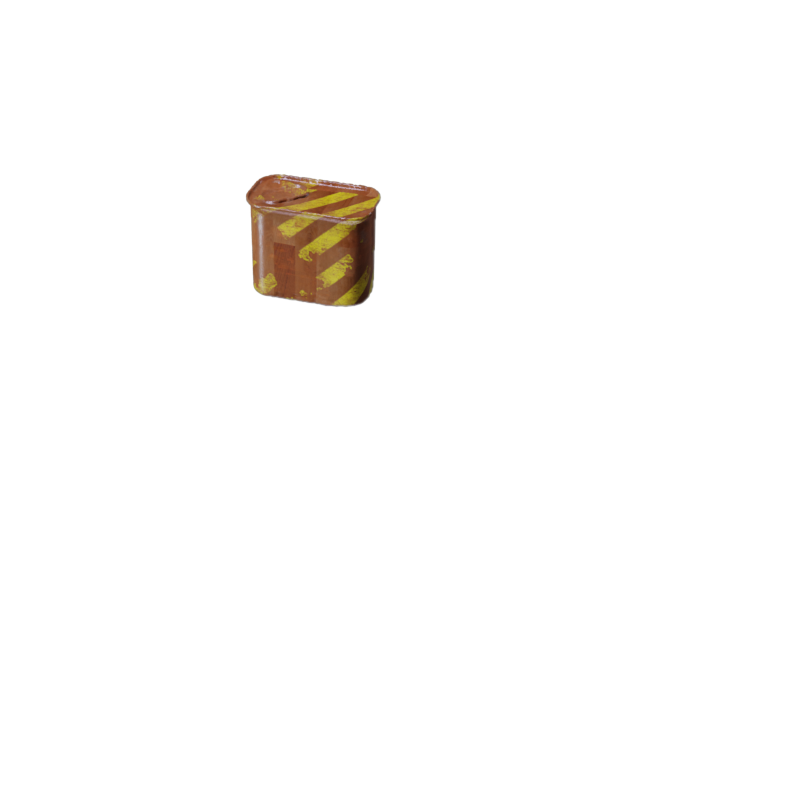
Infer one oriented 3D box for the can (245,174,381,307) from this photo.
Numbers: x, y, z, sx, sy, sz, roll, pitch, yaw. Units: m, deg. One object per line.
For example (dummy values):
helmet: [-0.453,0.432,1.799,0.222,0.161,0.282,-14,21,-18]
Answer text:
can: [-0.069,-0.125,0.877,0.104,0.079,0.060,10,34,13]
